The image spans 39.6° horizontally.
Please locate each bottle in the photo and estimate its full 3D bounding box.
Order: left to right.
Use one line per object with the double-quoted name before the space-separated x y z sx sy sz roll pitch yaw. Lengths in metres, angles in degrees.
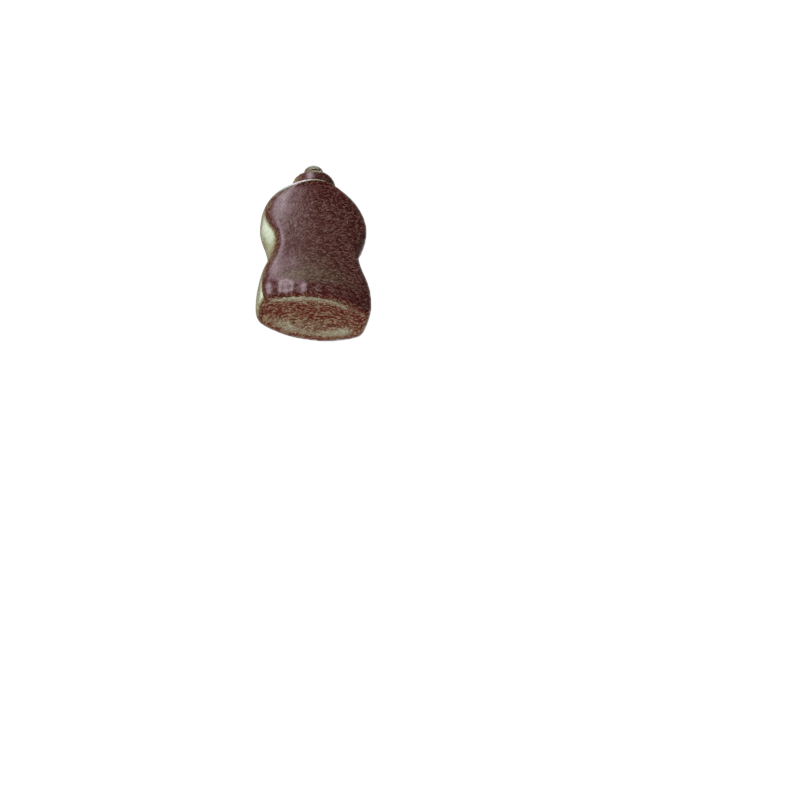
"bottle" -0.078 -0.142 0.993 0.095 0.206 0.055 6 -43 -10
